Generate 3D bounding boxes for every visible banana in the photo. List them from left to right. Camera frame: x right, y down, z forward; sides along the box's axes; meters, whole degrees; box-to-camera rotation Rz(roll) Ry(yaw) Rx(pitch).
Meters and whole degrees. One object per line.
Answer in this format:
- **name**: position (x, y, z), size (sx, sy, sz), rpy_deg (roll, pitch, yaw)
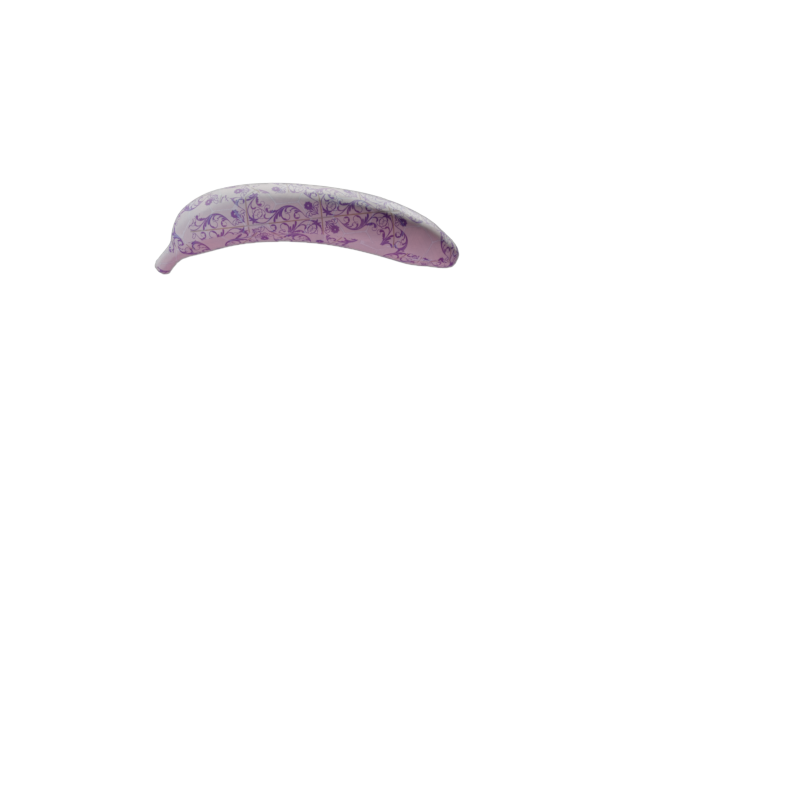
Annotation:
- **banana**: position (-0.059, -0.109, 0.702), size (0.197, 0.039, 0.066), rpy_deg (0, -24, -1)
